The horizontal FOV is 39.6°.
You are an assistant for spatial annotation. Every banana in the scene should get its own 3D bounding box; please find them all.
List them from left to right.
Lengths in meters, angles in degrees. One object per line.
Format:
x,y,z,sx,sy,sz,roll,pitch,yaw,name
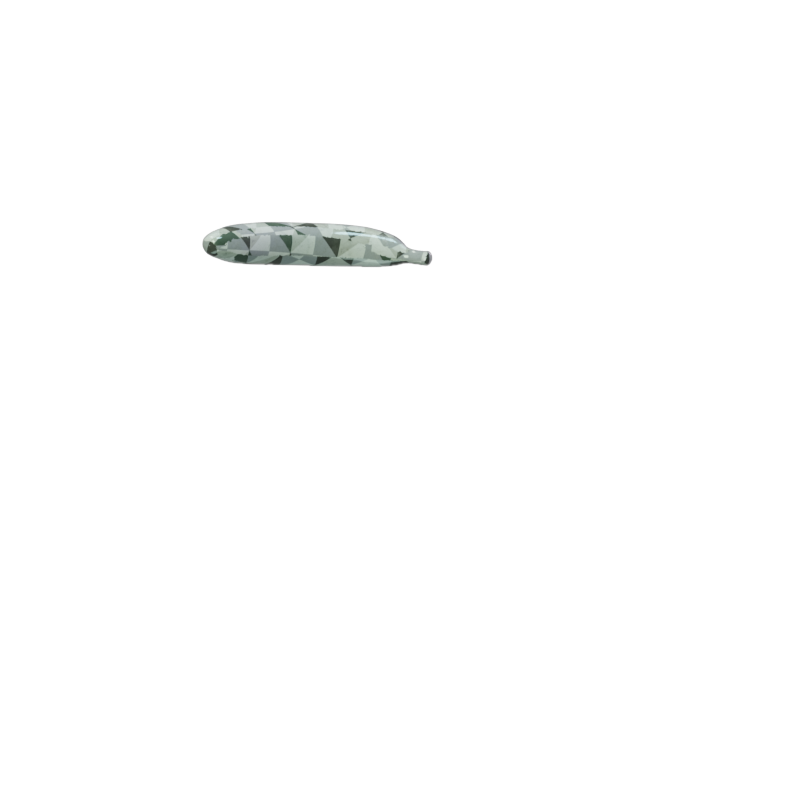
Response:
-0.075,-0.130,0.924,0.192,0.037,0.071,-1,3,-22,banana
